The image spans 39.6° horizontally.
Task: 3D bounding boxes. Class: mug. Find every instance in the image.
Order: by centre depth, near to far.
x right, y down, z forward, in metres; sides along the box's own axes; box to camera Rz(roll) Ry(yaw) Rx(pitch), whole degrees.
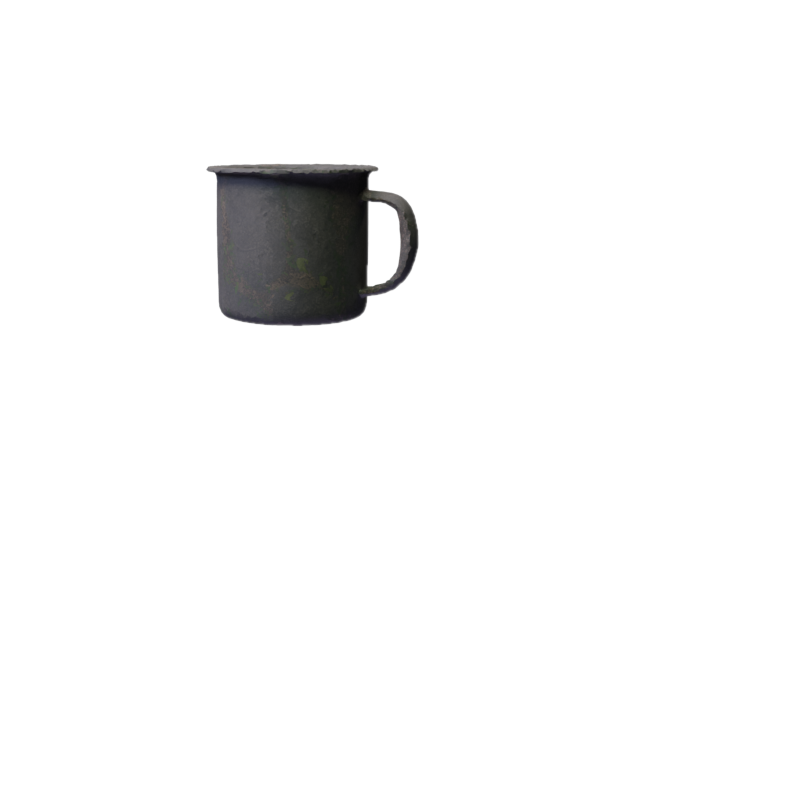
[{"bbox_3d":[-0.047,-0.085,0.598,0.120,0.080,0.093,4,11,18],"label":"mug"}]
